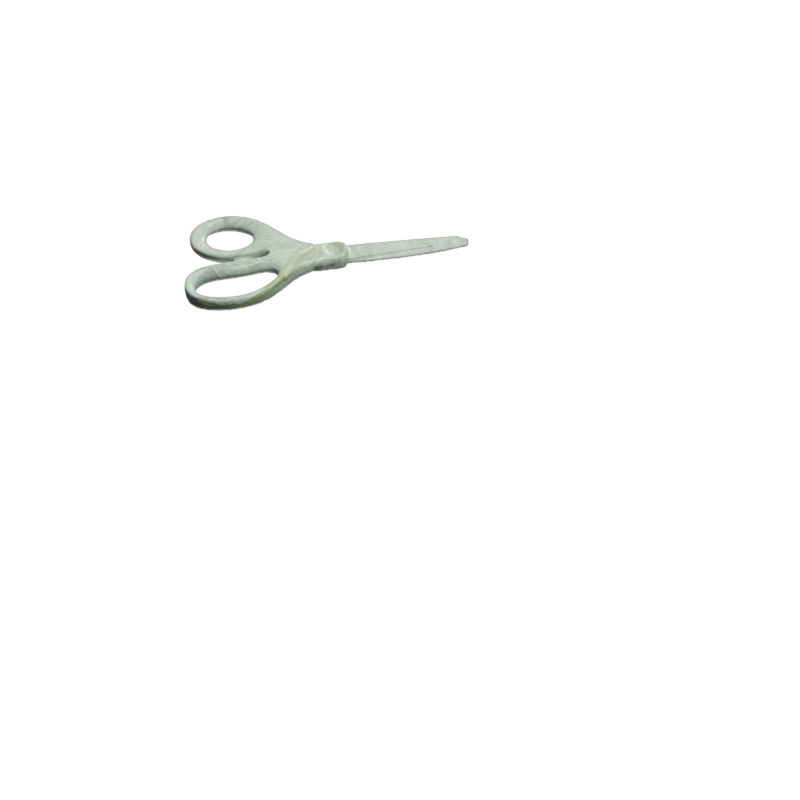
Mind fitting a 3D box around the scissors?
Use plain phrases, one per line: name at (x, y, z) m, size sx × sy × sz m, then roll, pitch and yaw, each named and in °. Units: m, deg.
scissors at (-0.062, -0.113, 0.792) m, size 0.200 × 0.015 × 0.104 m, roll -19°, pitch 49°, yaw -18°
